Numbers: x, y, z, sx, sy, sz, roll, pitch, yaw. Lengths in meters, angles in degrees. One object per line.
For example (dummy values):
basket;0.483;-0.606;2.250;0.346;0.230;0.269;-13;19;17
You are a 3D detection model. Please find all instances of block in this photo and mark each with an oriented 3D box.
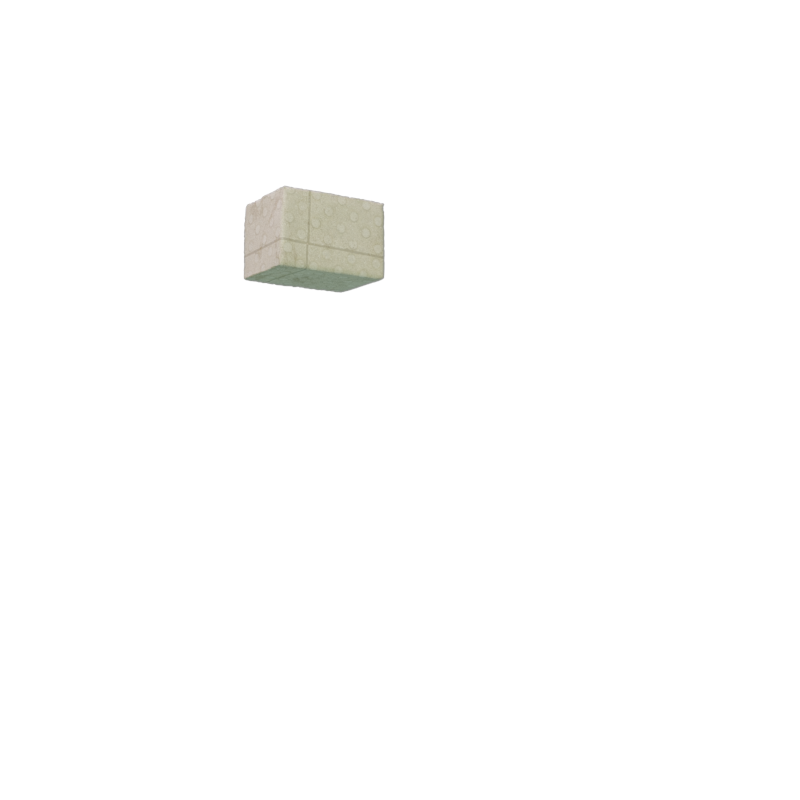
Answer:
block;-0.056;-0.102;0.714;0.075;0.053;0.053;6;-12;-33
